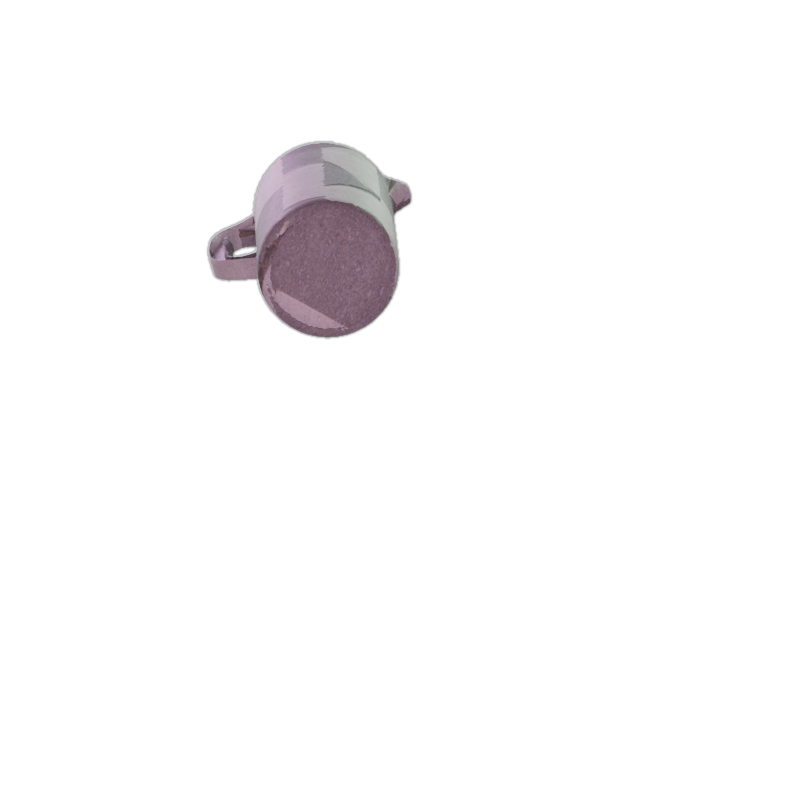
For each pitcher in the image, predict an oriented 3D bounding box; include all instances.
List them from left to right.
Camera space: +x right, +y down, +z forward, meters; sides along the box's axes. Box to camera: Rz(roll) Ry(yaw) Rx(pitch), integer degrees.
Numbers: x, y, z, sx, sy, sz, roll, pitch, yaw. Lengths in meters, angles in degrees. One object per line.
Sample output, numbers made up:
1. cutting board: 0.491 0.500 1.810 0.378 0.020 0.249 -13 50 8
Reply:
1. pitcher: -0.074 -0.134 0.941 0.142 0.147 0.253 30 14 -12
